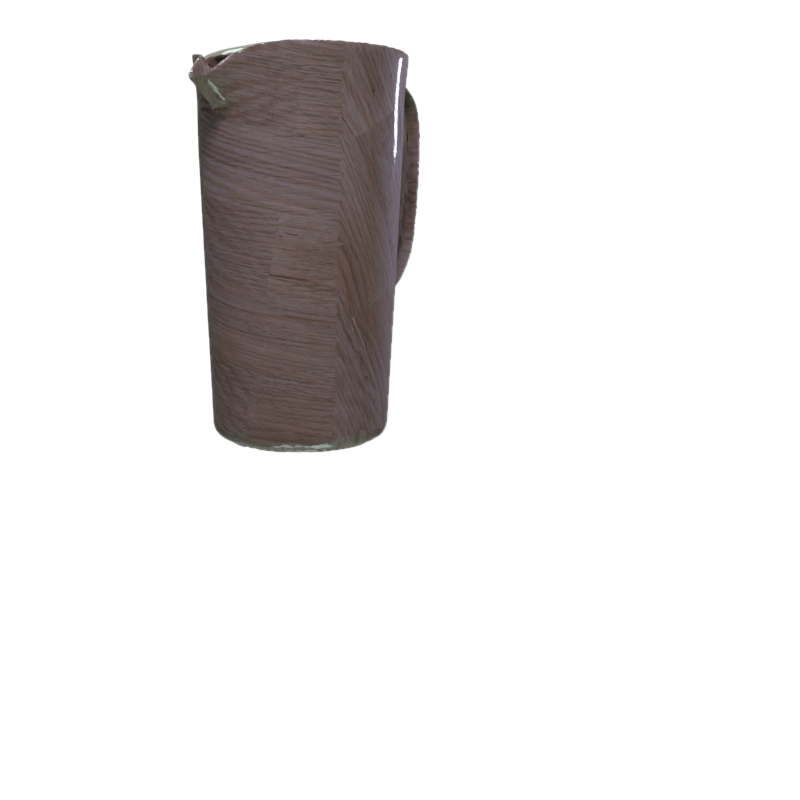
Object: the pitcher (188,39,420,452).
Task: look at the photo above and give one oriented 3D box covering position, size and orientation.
[{"bbox_3d":[-0.054,-0.099,0.693,0.148,0.242,0.147,0,4,-4],"label":"pitcher"}]
